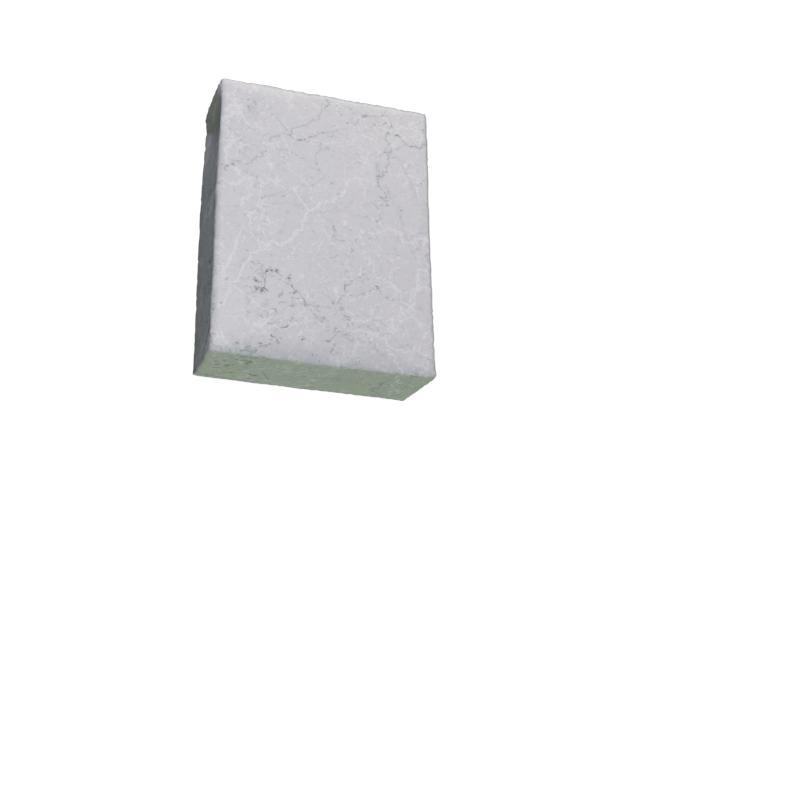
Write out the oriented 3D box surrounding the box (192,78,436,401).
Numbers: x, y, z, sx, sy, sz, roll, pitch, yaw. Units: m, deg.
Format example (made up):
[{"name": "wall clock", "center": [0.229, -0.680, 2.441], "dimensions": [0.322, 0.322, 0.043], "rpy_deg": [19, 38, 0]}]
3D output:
[{"name": "box", "center": [-0.064, -0.116, 0.812], "dimensions": [0.160, 0.226, 0.070], "rpy_deg": [6, -25, -18]}]
